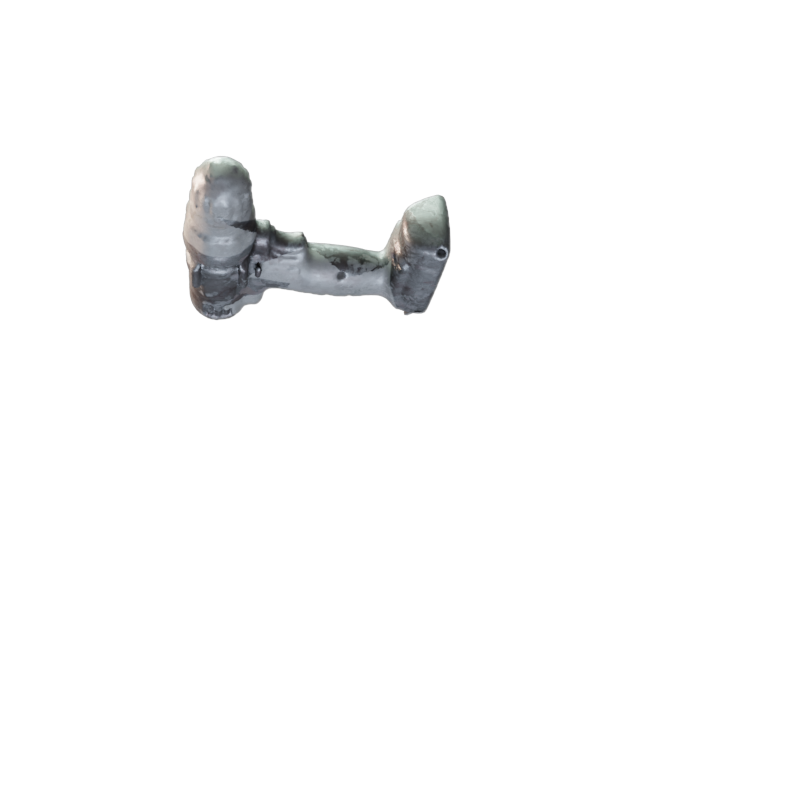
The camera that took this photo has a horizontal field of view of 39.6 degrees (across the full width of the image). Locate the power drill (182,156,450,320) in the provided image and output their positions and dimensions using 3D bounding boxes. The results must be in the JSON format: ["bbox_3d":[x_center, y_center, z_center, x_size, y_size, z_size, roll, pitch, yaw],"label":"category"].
[{"bbox_3d":[-0.063,-0.114,0.801,0.186,0.061,0.176,3,-23,-7],"label":"power drill"}]
